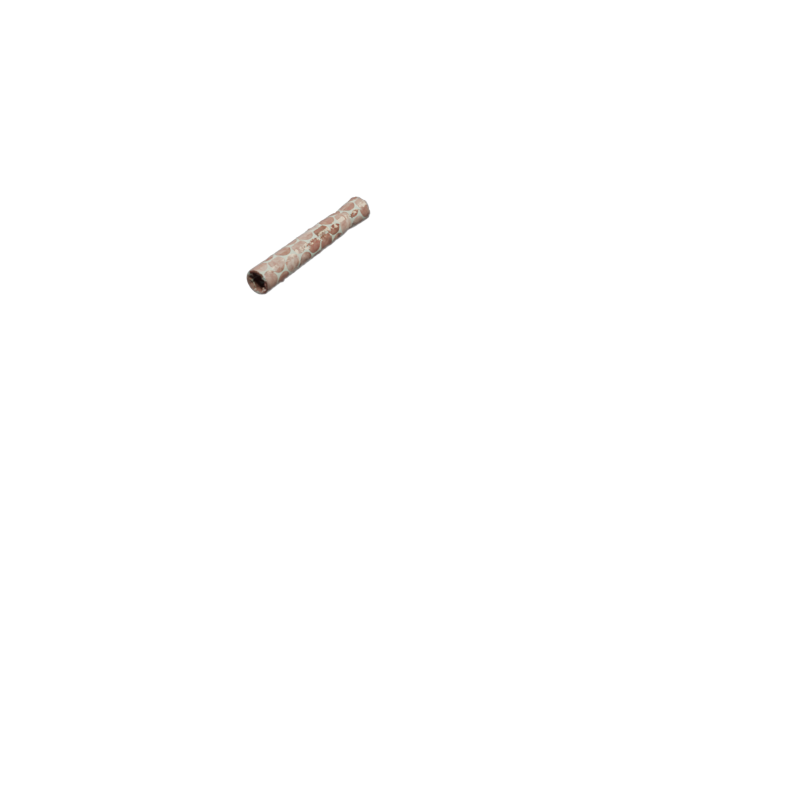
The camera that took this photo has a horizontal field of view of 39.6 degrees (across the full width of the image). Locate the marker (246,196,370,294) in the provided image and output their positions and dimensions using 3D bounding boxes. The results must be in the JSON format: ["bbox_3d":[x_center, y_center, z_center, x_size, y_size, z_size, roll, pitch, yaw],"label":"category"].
[{"bbox_3d":[-0.059,-0.108,0.758,0.021,0.019,0.123,3,33,39],"label":"marker"}]
